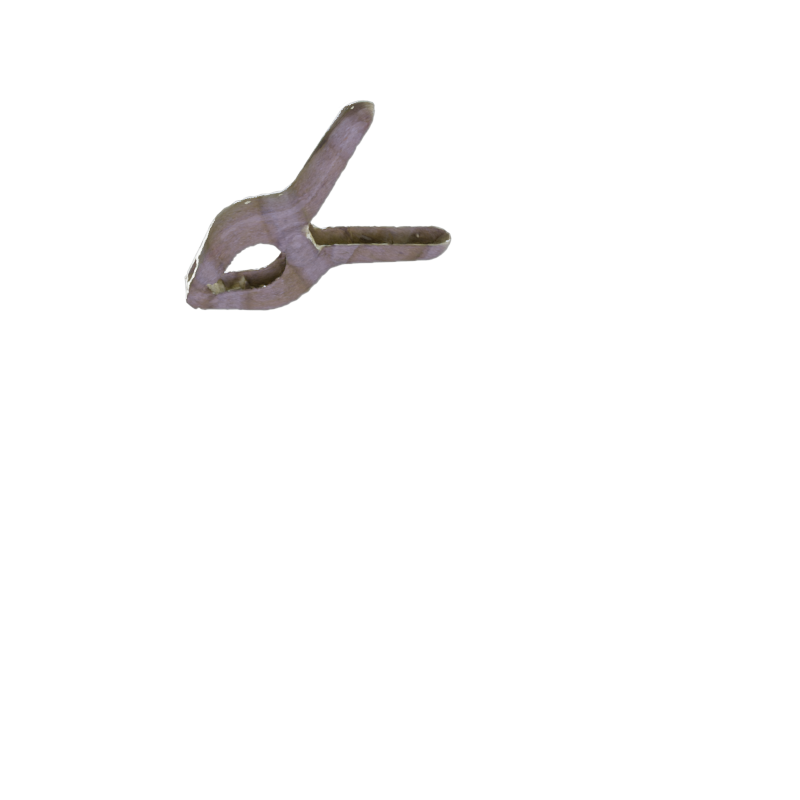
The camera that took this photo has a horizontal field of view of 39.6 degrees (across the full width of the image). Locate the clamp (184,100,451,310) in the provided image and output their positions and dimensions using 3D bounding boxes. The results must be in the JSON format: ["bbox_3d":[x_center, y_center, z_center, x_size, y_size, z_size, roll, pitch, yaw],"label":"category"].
[{"bbox_3d":[-0.055,-0.101,0.705,0.171,0.114,0.042,-33,25,17],"label":"clamp"}]
